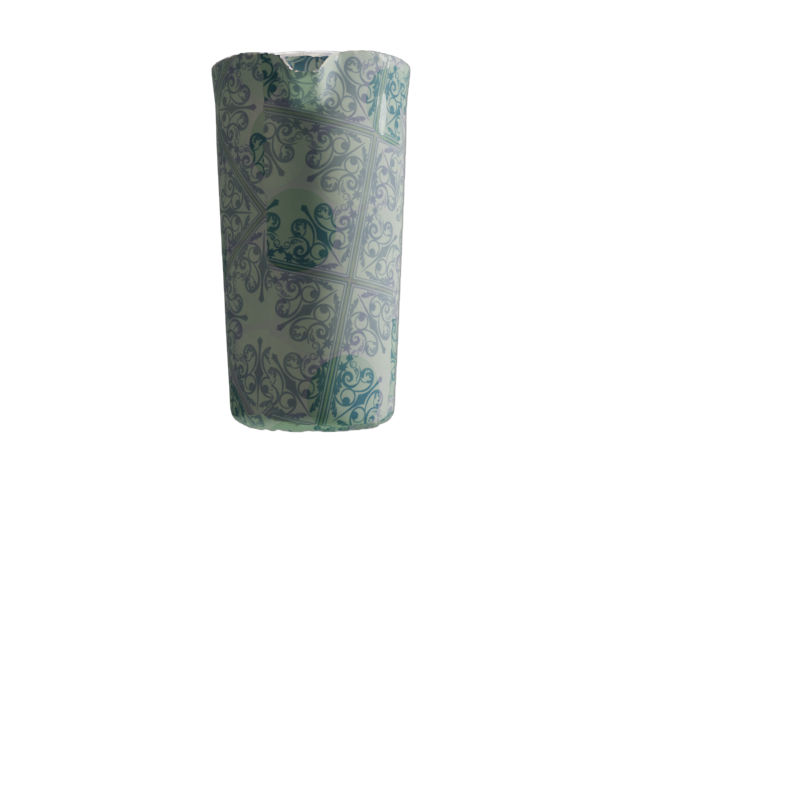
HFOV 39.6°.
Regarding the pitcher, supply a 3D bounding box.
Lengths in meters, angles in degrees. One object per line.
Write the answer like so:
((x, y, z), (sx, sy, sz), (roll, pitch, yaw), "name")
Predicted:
((-0.058, -0.106, 0.746), (0.150, 0.245, 0.143), (-2, -3, 44), "pitcher")
